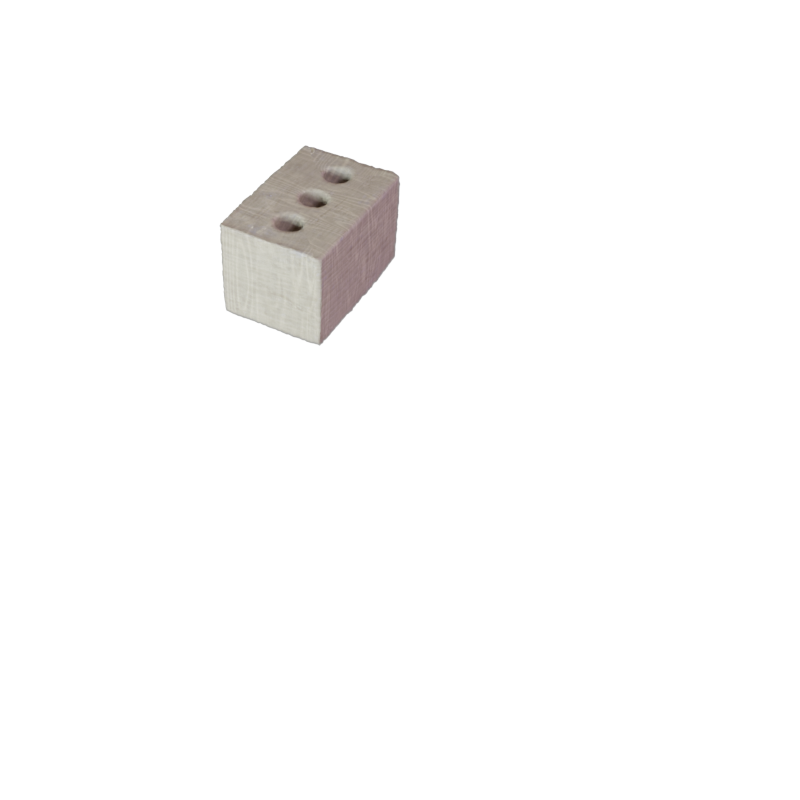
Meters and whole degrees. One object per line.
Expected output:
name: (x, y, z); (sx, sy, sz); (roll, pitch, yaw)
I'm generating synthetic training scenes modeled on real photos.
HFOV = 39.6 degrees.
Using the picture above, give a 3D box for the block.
block: (-0.040, -0.073, 0.514); (0.055, 0.048, 0.080); (19, 44, 19)
